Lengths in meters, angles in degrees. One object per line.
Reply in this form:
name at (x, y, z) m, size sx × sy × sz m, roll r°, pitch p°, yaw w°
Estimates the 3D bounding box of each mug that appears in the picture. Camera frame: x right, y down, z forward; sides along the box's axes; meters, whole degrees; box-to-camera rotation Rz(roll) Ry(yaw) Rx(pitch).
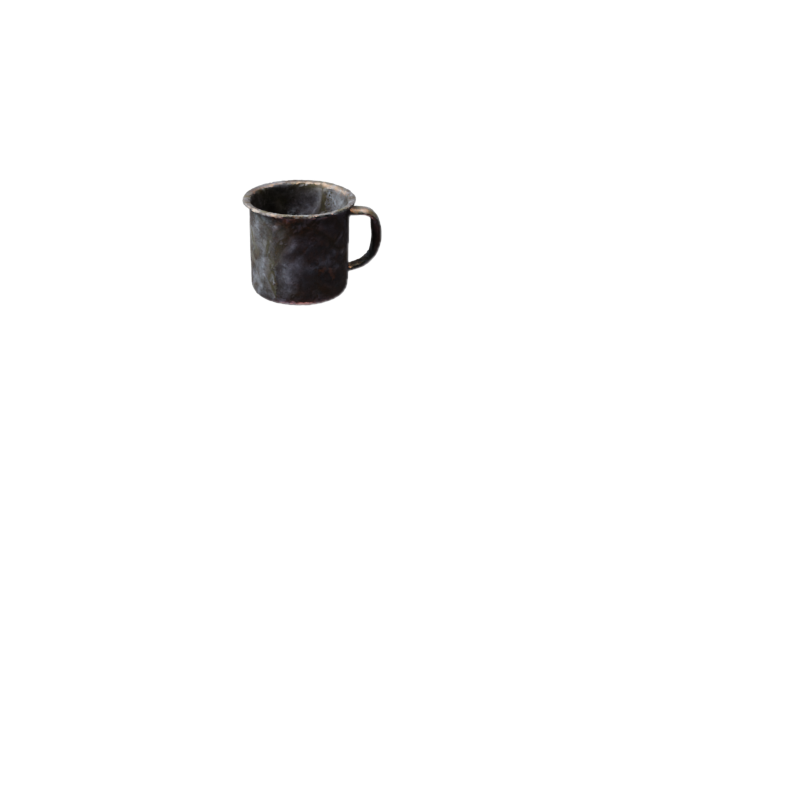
mug at (-0.072, -0.132, 0.925) m, size 0.115 × 0.077 × 0.100 m, roll -8°, pitch 27°, yaw -16°
